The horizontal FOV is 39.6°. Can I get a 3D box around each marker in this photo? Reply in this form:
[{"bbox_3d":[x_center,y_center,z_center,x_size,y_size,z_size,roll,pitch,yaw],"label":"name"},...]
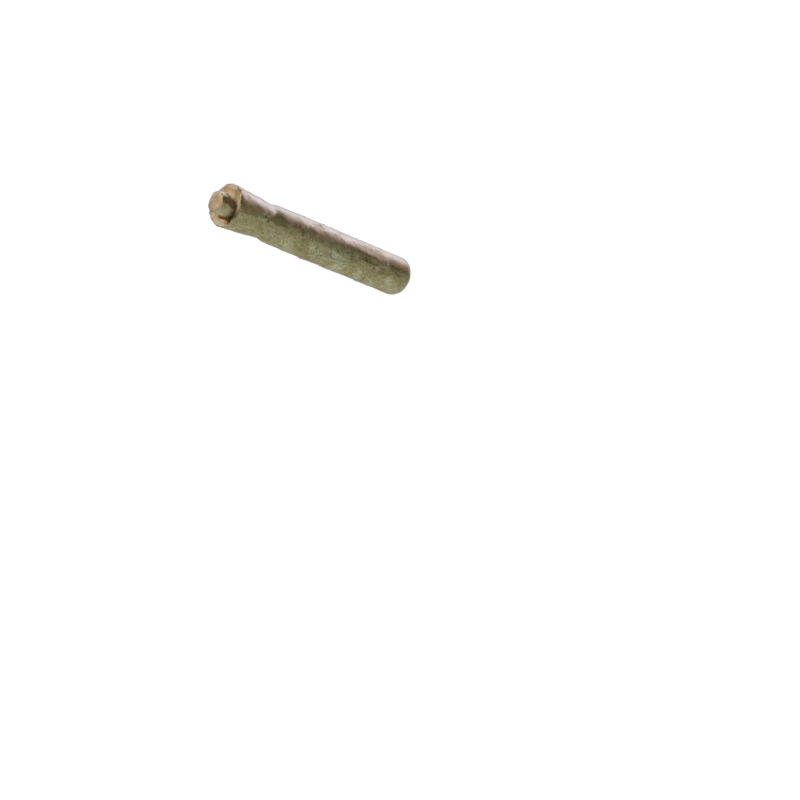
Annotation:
[{"bbox_3d":[-0.038,-0.070,0.489,0.021,0.020,0.114,4,-8,41],"label":"marker"}]
